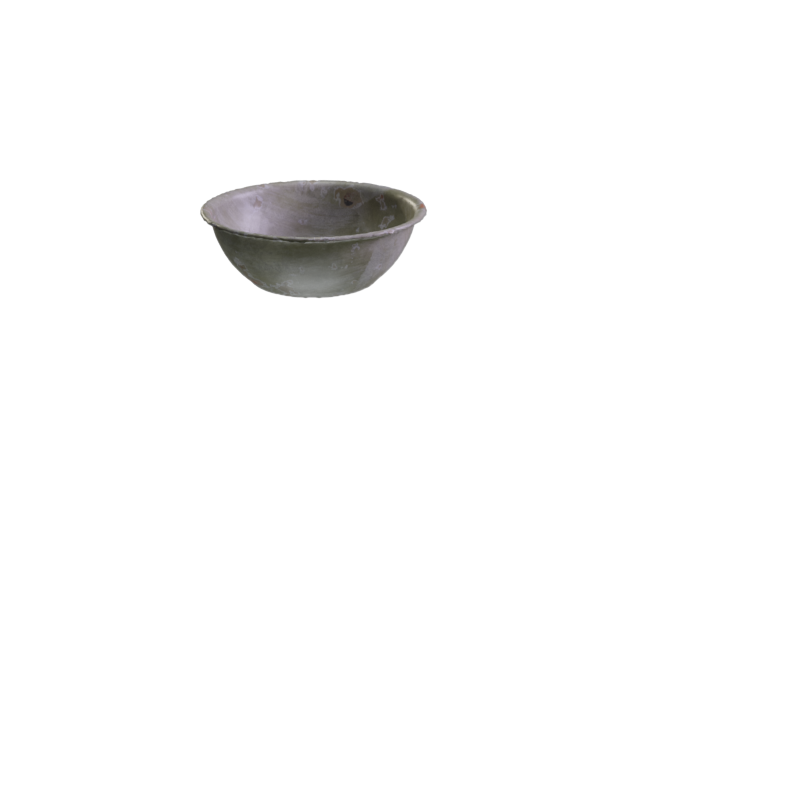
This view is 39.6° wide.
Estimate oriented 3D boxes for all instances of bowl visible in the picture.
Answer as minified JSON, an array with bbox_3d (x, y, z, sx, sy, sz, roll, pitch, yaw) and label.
[{"bbox_3d":[-0.062,-0.114,0.798,0.162,0.053,0.170,-1,23,-2],"label":"bowl"}]
